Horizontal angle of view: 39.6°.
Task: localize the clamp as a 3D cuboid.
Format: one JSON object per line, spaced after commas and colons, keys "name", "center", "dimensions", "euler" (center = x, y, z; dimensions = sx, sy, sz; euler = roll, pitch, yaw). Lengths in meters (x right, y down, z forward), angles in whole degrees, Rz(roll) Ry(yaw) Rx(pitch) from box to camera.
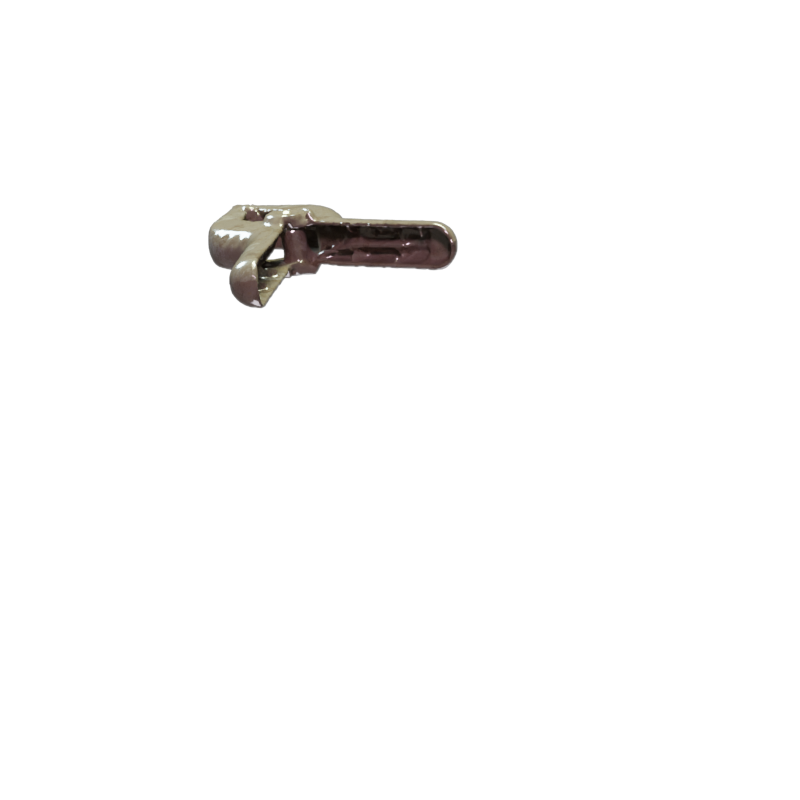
{"name": "clamp", "center": [-0.048, -0.087, 0.610], "dimensions": [0.118, 0.038, 0.181], "euler": [-6, 20, -17]}
